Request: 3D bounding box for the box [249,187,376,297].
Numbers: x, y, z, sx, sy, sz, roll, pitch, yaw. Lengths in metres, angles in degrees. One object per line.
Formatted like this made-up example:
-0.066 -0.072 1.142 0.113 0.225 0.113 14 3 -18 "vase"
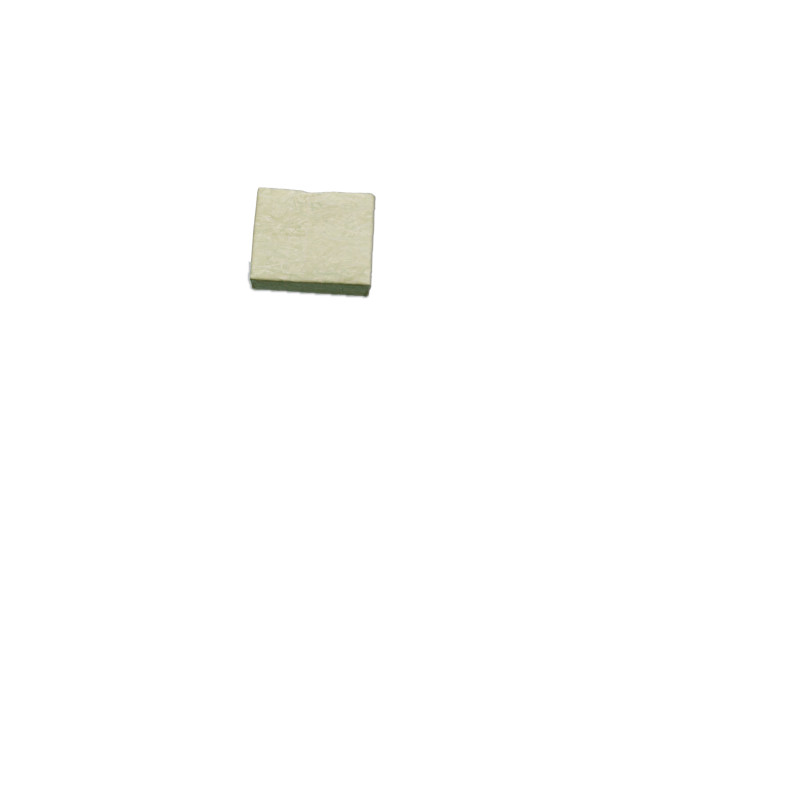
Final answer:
-0.064 -0.117 0.818 0.089 0.076 0.029 3 -19 1 "box"
